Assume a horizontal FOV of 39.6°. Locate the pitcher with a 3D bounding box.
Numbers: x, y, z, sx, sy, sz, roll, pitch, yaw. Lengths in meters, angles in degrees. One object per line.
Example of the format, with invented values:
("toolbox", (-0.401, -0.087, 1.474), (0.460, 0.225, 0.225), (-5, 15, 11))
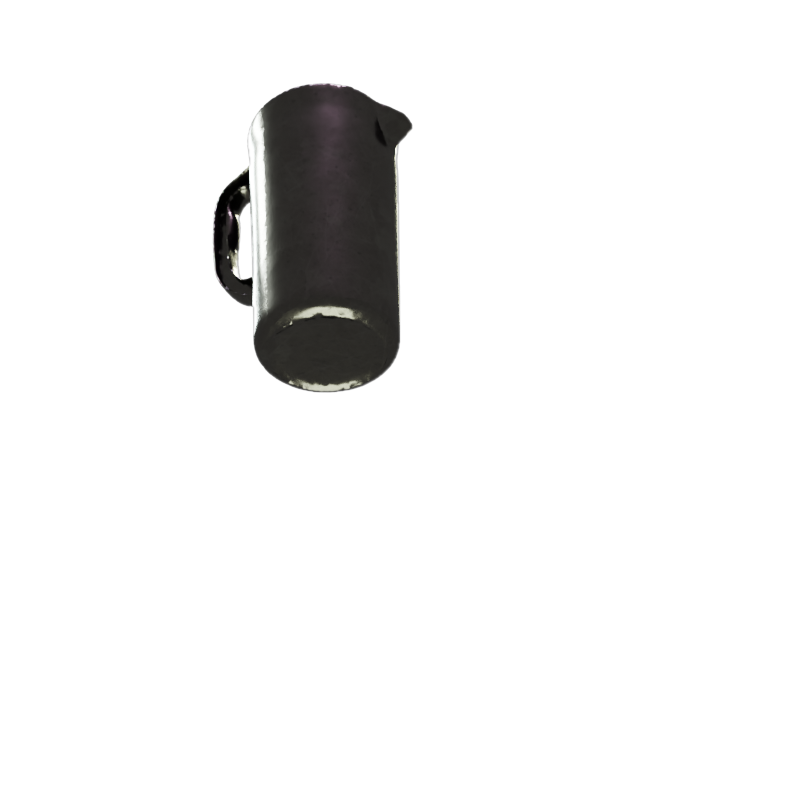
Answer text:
("pitcher", (-0.070, -0.128, 0.894), (0.141, 0.261, 0.142), (11, -43, -15))
